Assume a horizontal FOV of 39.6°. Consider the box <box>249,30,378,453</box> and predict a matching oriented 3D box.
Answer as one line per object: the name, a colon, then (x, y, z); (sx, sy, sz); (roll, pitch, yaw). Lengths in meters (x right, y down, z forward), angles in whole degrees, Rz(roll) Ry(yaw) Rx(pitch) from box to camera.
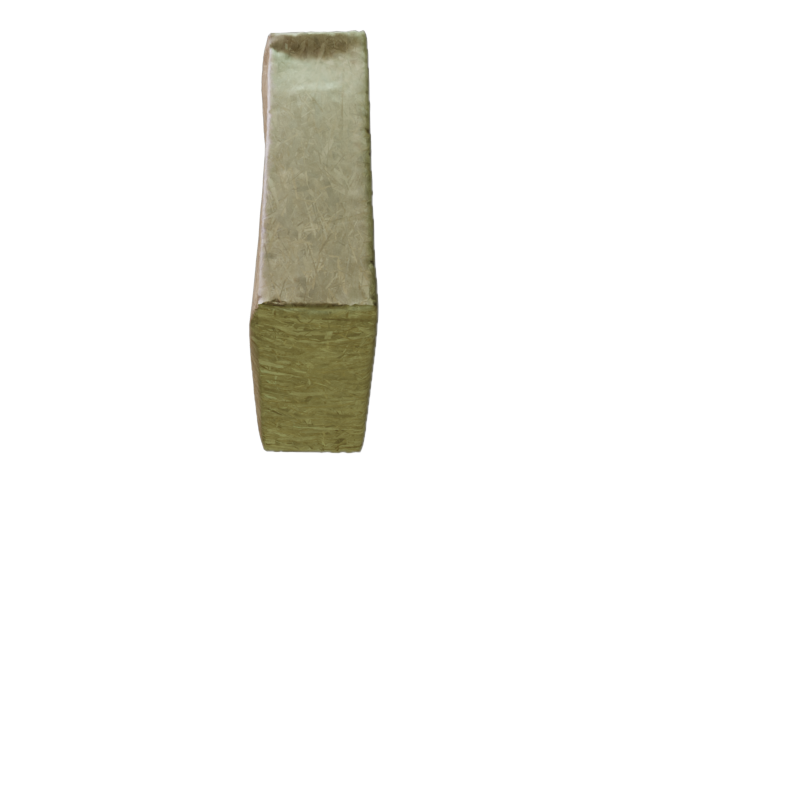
box: (-0.054, -0.099, 0.694); (0.072, 0.229, 0.154); (0, -34, -4)
